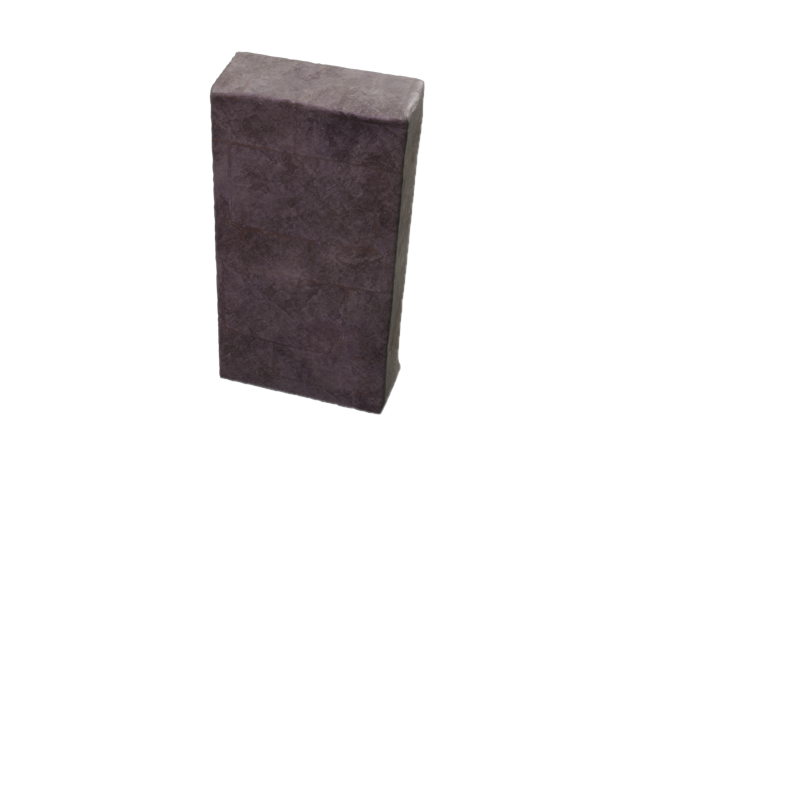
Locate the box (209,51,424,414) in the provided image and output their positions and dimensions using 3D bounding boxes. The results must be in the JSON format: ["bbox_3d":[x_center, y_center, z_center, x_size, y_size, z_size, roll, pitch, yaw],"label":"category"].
[{"bbox_3d":[-0.043,-0.077,0.543,0.095,0.164,0.050,13,42,11],"label":"box"}]
